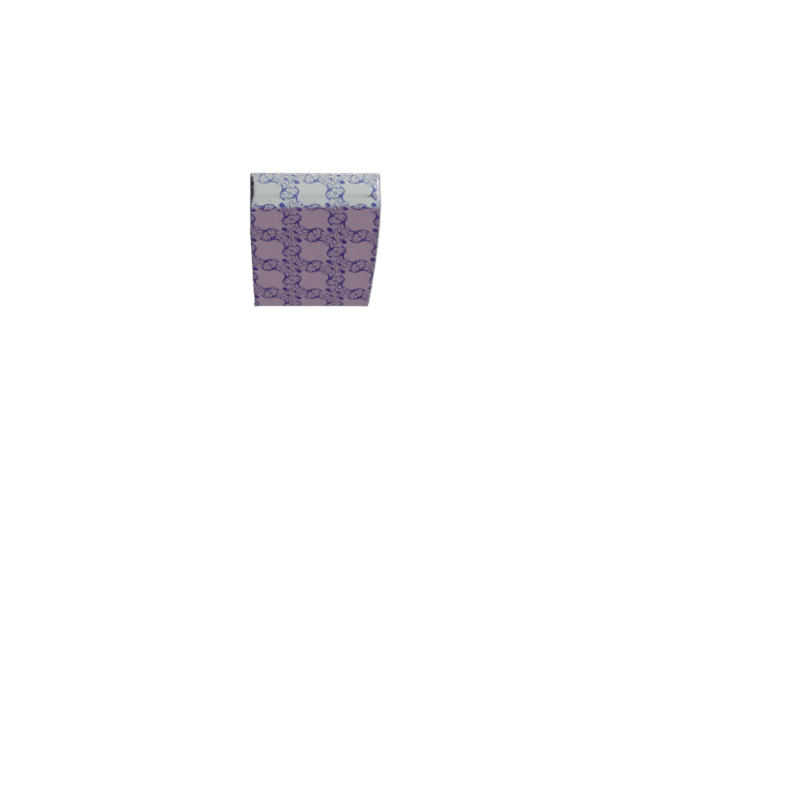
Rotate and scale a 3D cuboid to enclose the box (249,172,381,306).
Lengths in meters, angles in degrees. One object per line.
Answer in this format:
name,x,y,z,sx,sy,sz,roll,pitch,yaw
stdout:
box,-0.062,-0.112,0.788,0.089,0.042,0.106,2,-38,-3
